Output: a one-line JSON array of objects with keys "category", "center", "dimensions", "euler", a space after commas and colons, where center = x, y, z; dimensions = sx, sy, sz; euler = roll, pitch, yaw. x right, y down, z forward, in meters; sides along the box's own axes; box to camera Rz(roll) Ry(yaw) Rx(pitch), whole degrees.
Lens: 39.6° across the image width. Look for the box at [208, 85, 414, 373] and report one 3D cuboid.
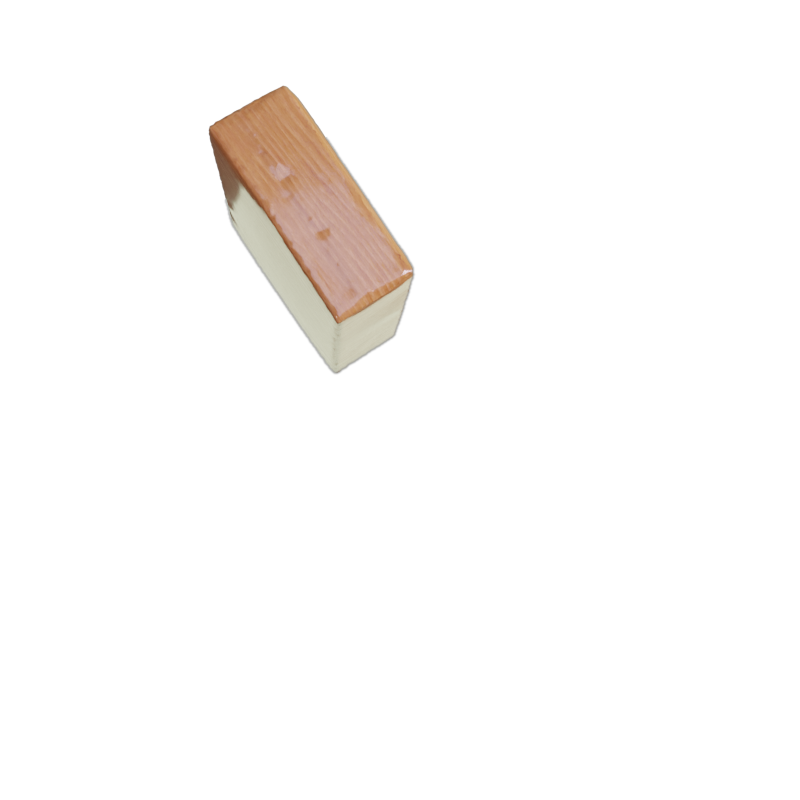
[{"category": "box", "center": [-0.066, -0.120, 0.837], "dimensions": [0.072, 0.169, 0.207], "euler": [-32, -8, -8]}]
